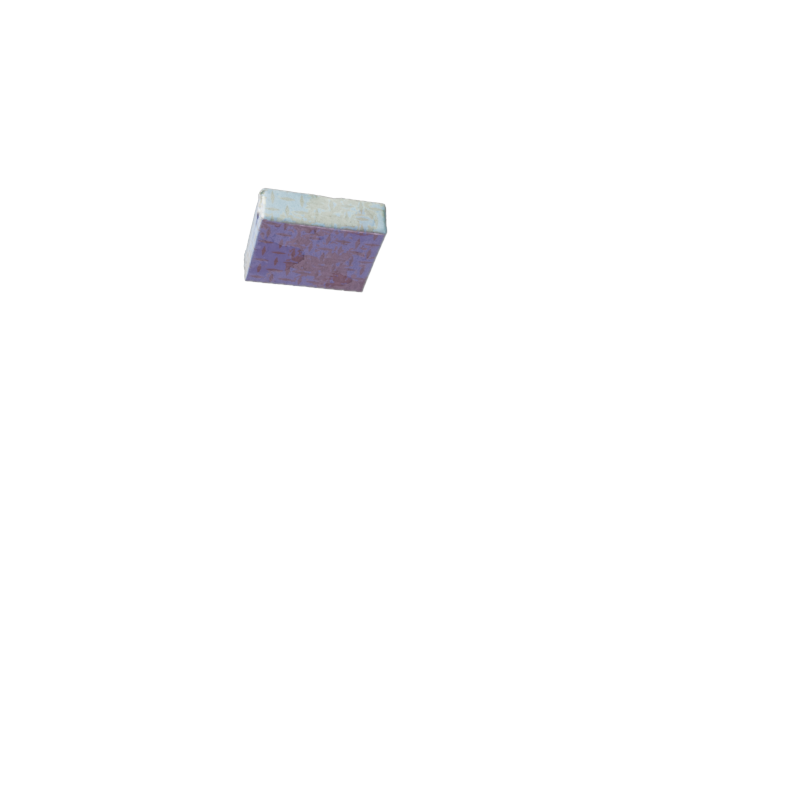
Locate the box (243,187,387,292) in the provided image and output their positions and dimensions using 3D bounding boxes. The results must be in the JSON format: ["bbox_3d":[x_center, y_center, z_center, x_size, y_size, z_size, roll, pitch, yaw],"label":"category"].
[{"bbox_3d":[-0.061,-0.110,0.773,0.088,0.032,0.069,6,-33,-11],"label":"box"}]
